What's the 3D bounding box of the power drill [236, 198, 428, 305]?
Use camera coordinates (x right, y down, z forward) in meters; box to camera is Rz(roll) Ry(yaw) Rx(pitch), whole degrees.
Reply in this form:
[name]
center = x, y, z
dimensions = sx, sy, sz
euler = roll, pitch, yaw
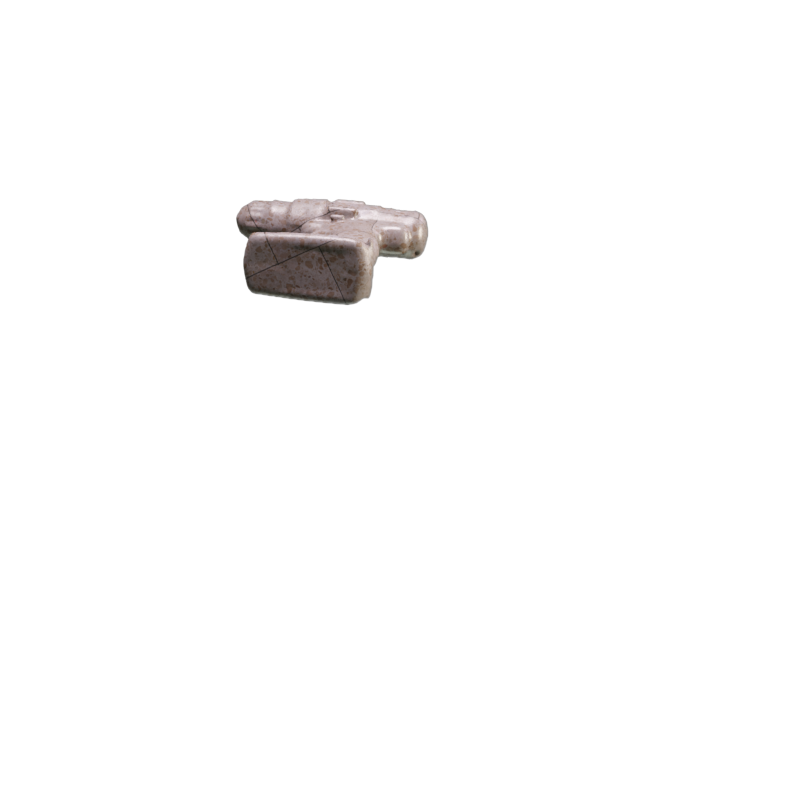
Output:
[power drill]
center = -0.077, -0.141, 0.985
dimensions = 0.188, 0.055, 0.192
euler = 4, 21, 11
